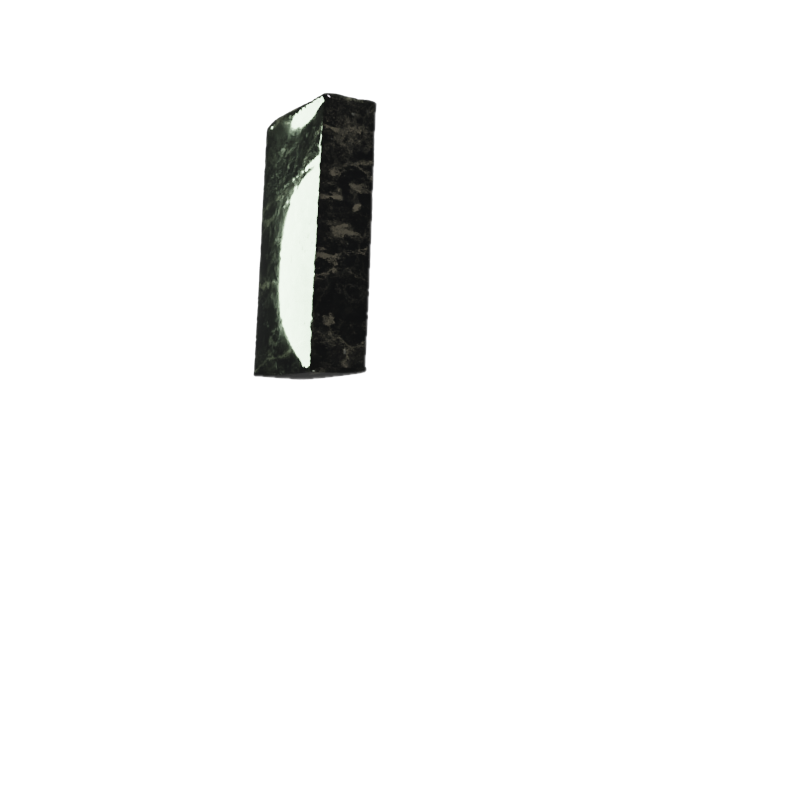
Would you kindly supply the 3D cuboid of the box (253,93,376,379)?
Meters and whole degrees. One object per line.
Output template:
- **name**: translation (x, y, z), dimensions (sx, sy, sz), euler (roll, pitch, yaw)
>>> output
- **box**: translation (-0.057, -0.104, 0.727), dimensions (0.046, 0.180, 0.095), euler (4, -9, -30)
